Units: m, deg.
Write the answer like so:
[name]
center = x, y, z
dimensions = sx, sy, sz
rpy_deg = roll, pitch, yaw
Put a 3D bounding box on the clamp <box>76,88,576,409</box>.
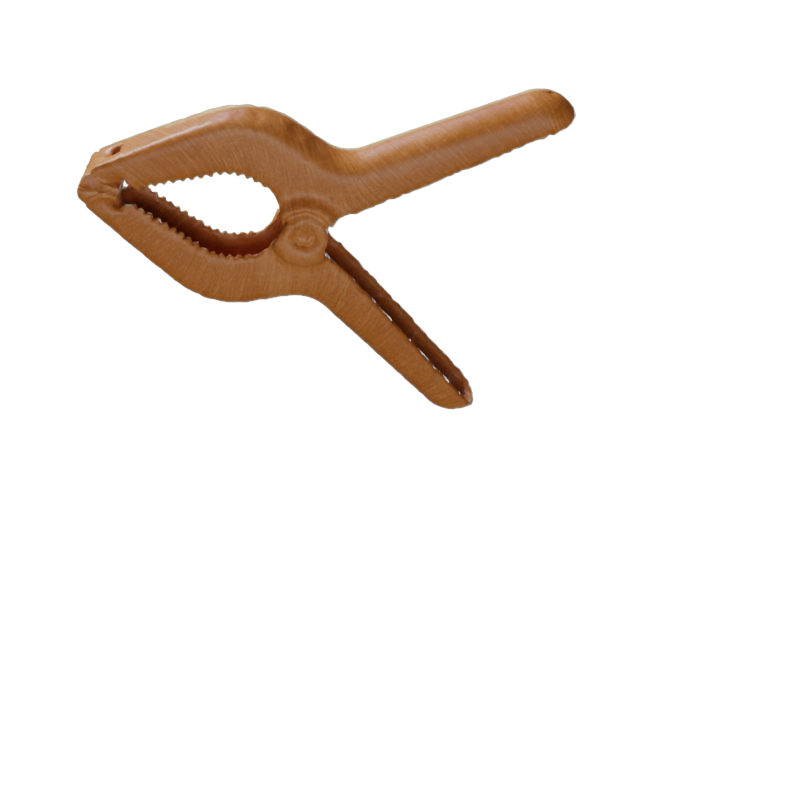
[clamp]
center = -0.039, -0.072, 0.504
dimensions = 0.209, 0.156, 0.039
rpy_deg = 6, 28, -3
